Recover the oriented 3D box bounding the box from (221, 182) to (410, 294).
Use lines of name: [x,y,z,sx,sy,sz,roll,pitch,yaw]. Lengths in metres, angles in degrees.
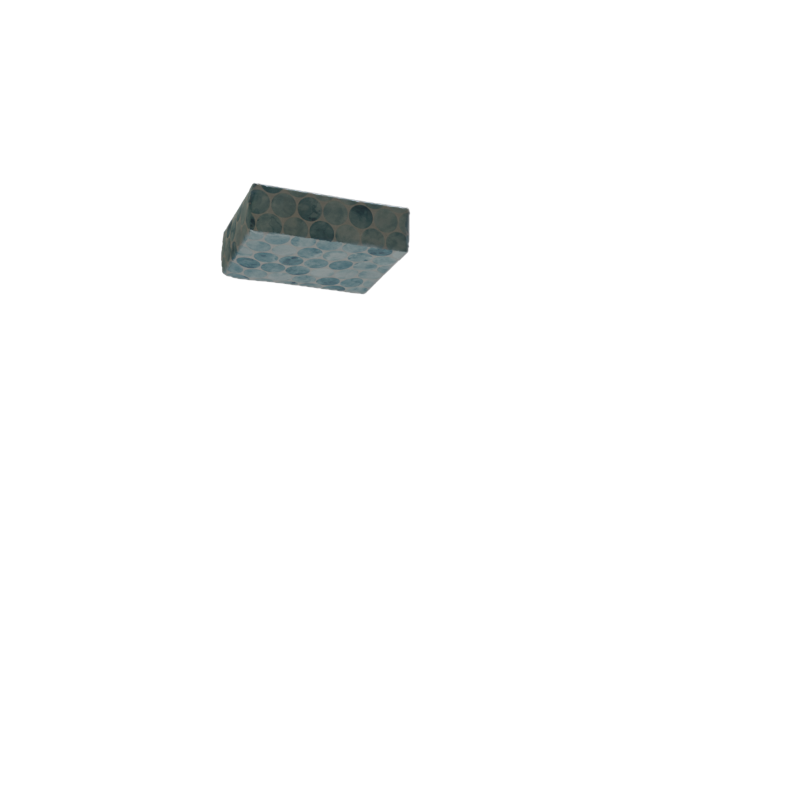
box: [-0.060,-0.110,0.769,0.111,0.041,0.088,5,-17,-18]
